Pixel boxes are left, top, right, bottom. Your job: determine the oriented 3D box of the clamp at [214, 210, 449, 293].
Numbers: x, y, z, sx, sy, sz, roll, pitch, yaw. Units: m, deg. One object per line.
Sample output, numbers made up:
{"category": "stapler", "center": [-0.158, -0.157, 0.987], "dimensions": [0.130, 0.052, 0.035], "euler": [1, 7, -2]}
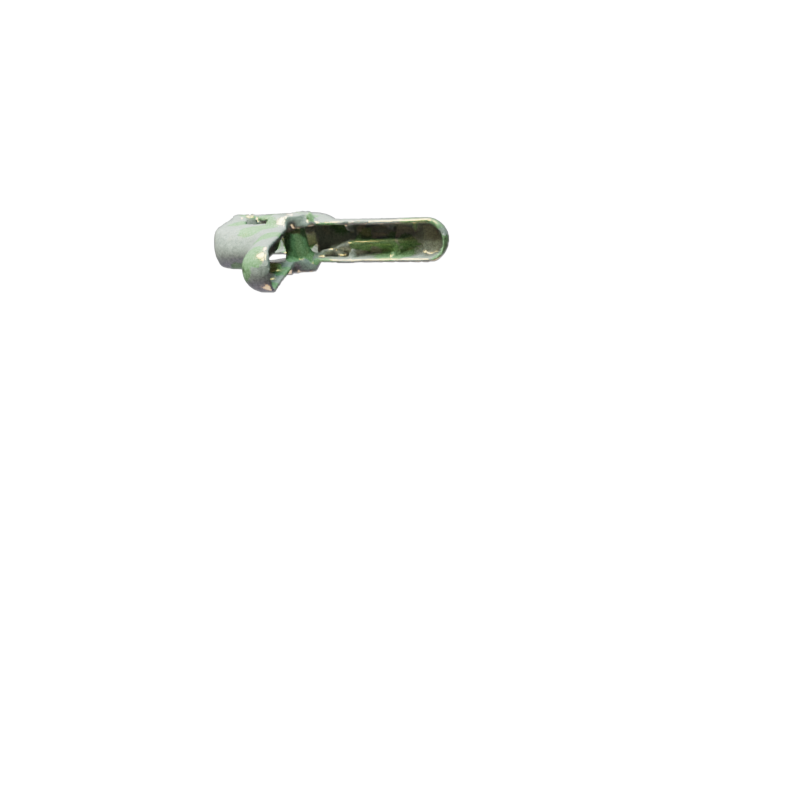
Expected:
{"category": "clamp", "center": [-0.051, -0.094, 0.657], "dimensions": [0.118, 0.038, 0.180], "euler": [-5, 17, -19]}
